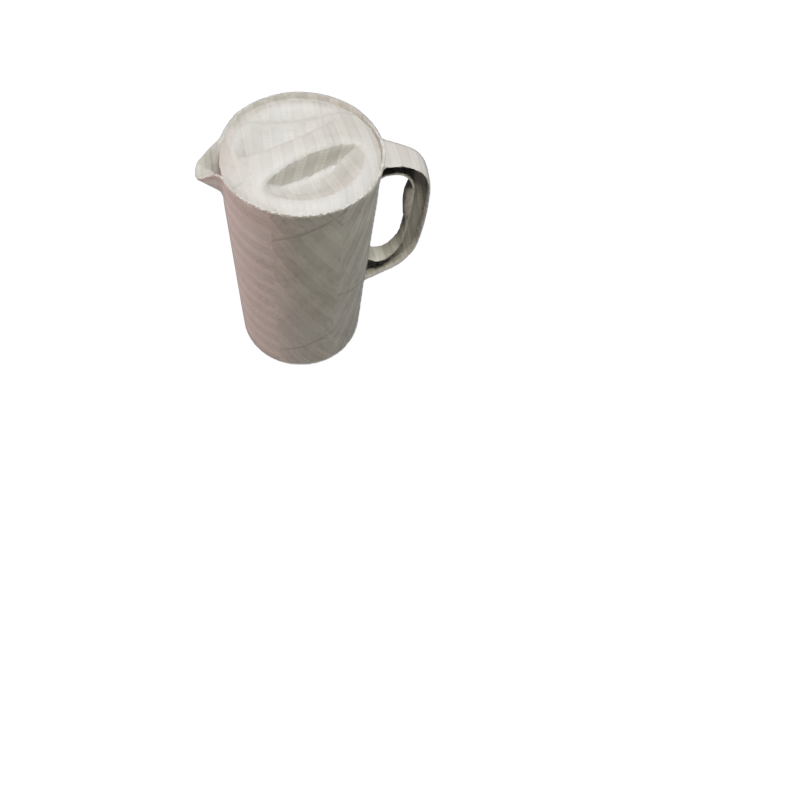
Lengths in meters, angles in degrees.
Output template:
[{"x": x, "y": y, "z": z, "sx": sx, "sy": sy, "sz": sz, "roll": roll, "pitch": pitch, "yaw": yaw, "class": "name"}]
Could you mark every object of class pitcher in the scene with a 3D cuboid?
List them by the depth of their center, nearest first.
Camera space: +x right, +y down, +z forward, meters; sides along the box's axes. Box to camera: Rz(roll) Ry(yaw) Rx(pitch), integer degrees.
[{"x": -0.075, "y": -0.136, "z": 0.956, "sx": 0.157, "sy": 0.147, "sz": 0.227, "roll": 35, "pitch": -29, "yaw": 19, "class": "pitcher"}]
